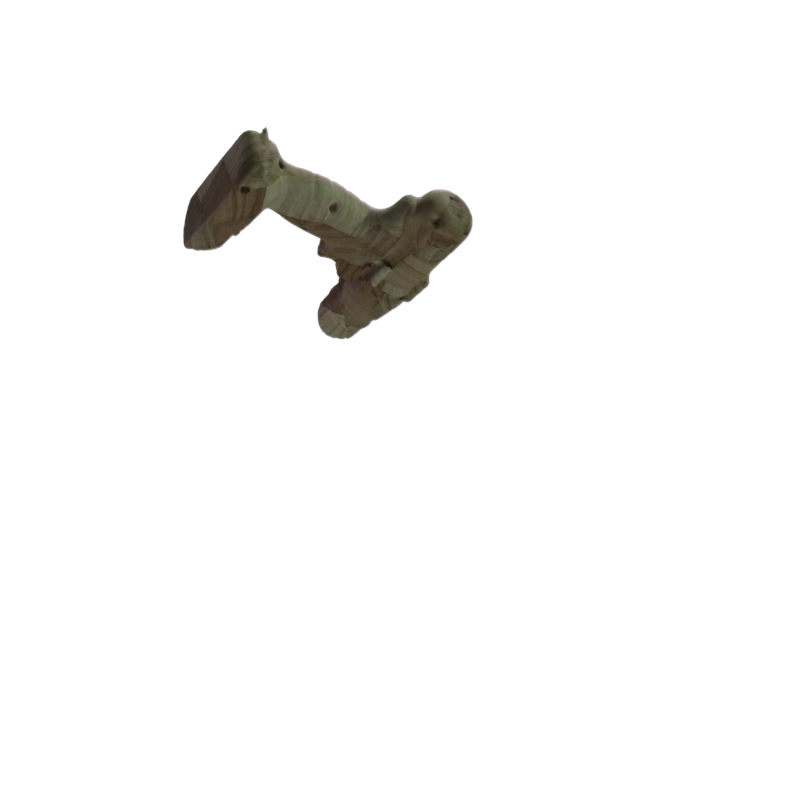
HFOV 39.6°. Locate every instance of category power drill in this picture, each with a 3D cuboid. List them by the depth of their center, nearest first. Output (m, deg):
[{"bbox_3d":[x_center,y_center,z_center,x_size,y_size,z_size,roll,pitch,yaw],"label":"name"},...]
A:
[{"bbox_3d":[-0.066,-0.121,0.847,0.179,0.061,0.180,19,-39,-26],"label":"power drill"}]
